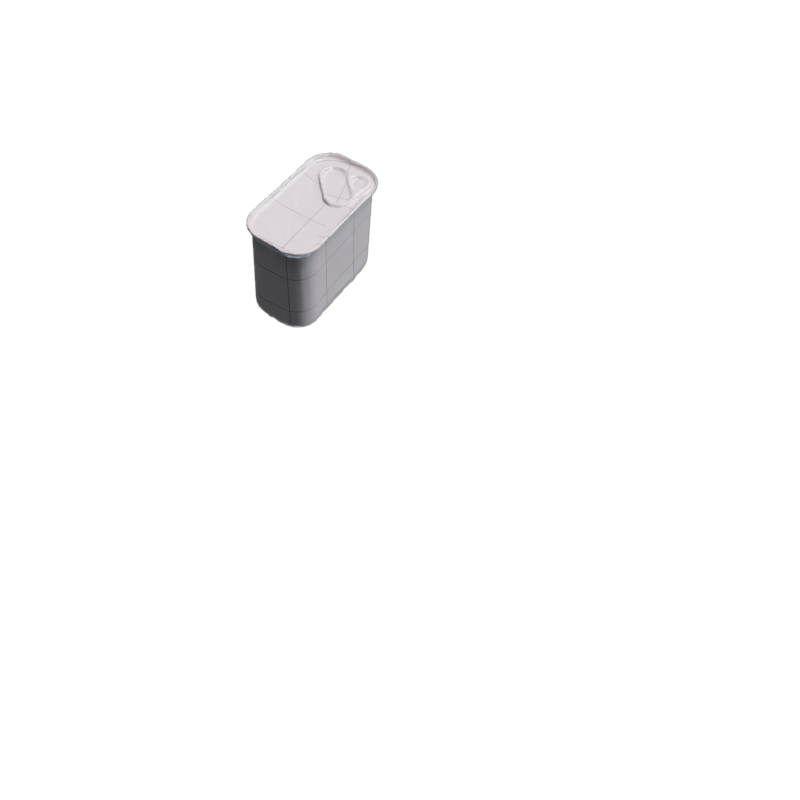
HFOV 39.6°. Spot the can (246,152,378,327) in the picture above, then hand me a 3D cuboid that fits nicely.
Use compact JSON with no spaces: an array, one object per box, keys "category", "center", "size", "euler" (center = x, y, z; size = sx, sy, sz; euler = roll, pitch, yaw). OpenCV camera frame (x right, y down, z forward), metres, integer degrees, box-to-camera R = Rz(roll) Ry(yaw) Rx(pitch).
[{"category":"can","center":[-0.062,-0.114,0.798],"size":[0.060,0.104,0.078],"euler":[28,-35,19]}]
